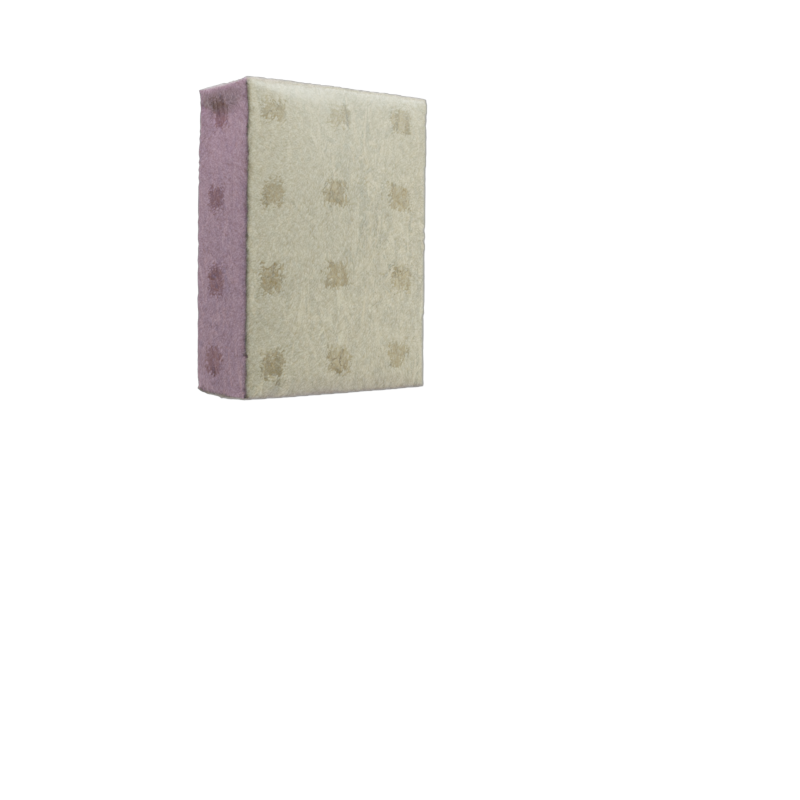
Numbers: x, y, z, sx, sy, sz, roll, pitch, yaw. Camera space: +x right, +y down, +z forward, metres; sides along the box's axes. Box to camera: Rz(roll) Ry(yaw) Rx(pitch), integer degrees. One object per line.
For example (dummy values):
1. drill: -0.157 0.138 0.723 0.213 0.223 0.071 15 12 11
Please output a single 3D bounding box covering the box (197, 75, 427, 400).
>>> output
1. box: -0.062 -0.113 0.791 0.158 0.214 0.074 -1 0 -40
